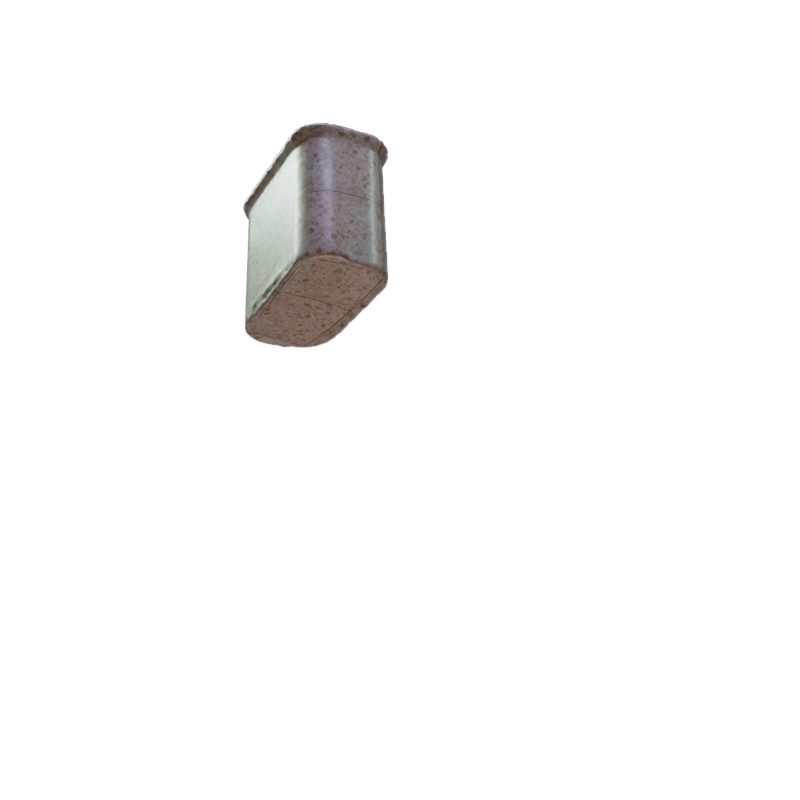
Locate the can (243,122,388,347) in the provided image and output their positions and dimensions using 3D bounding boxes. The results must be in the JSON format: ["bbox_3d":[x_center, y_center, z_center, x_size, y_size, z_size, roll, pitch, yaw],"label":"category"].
[{"bbox_3d":[-0.047,-0.086,0.605,0.055,0.089,0.099,14,-33,-25],"label":"can"}]
